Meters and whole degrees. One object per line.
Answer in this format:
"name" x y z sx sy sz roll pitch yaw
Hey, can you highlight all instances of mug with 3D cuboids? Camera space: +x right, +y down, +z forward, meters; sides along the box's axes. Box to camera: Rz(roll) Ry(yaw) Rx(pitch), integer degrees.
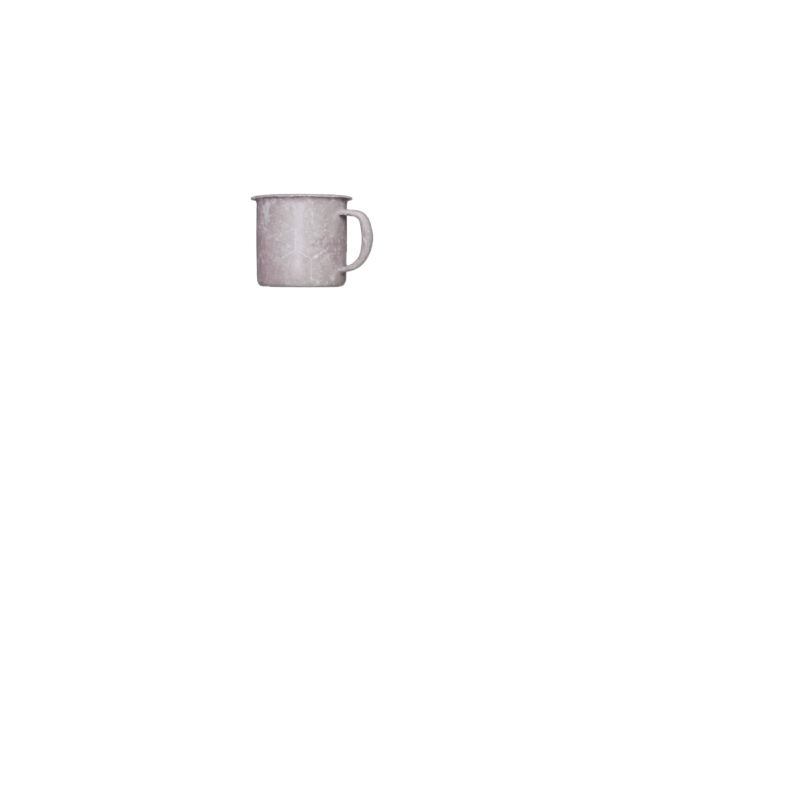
"mug" -0.078 -0.143 0.998 0.121 0.081 0.091 2 3 25
